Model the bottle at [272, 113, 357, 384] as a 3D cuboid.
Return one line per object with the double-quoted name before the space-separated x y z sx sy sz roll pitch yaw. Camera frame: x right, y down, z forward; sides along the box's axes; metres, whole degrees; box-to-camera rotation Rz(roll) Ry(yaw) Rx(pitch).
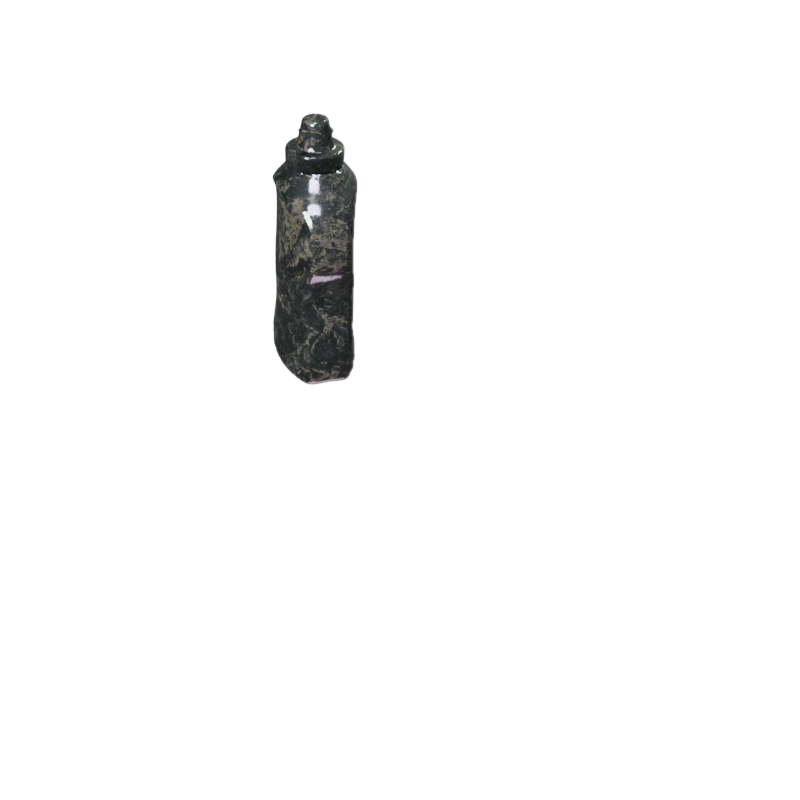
"bottle" -0.062 -0.114 0.797 0.058 0.180 0.103 -6 33 -14
